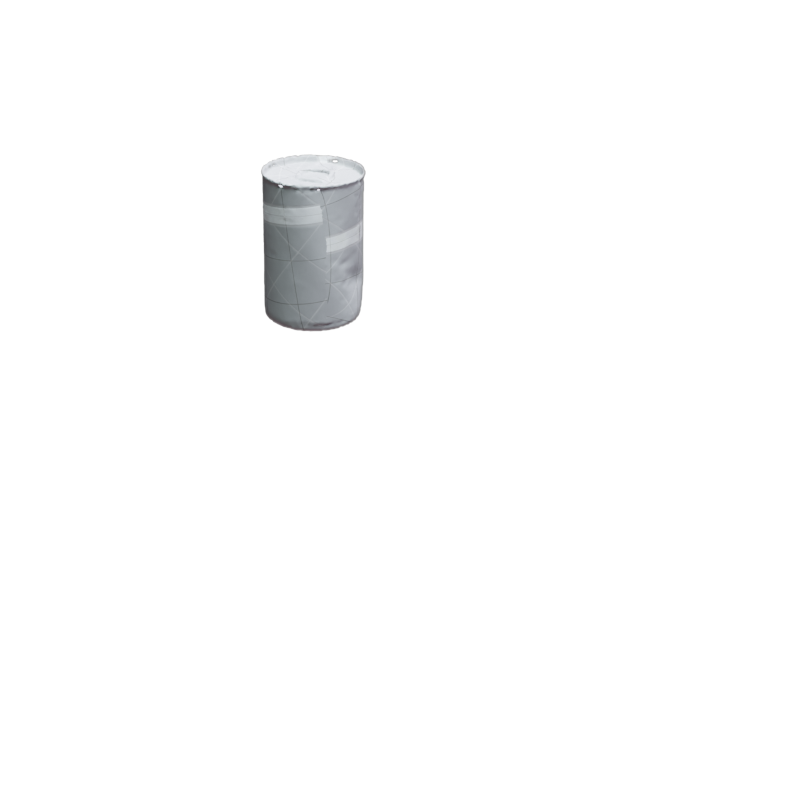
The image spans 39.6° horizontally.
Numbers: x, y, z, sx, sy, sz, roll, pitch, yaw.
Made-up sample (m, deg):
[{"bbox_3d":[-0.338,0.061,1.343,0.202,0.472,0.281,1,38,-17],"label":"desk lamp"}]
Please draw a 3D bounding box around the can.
[{"bbox_3d":[-0.058,-0.106,0.740,0.068,0.097,0.072,0,25,-2],"label":"can"}]
